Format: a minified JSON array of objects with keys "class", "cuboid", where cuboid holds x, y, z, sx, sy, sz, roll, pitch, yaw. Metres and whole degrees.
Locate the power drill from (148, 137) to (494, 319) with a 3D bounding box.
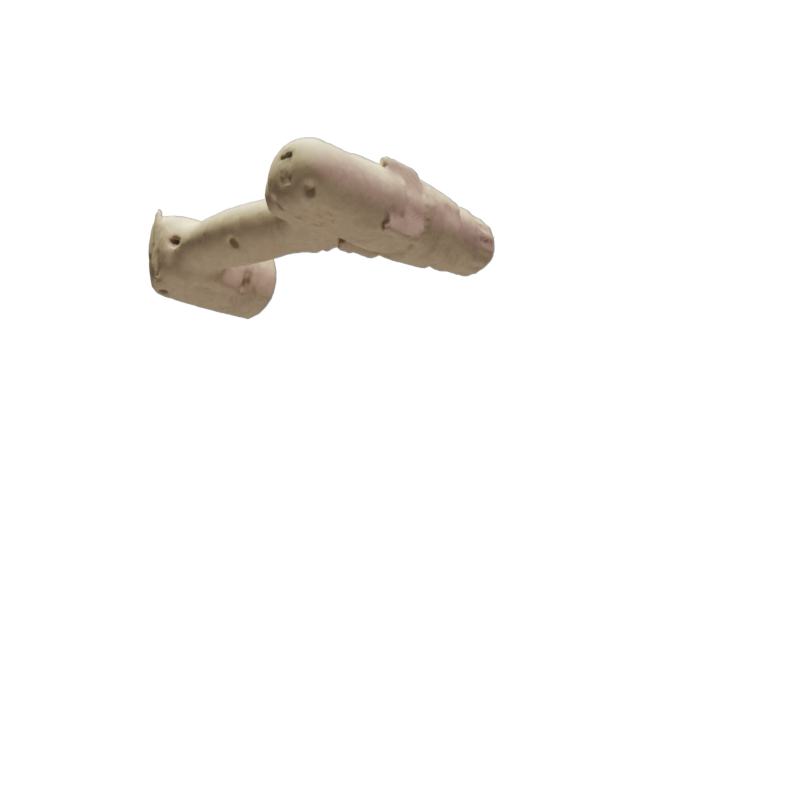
[{"class":"power drill","cuboid":[-0.056,-0.102,0.716,0.190,0.060,0.173,-15,-22,39]}]
